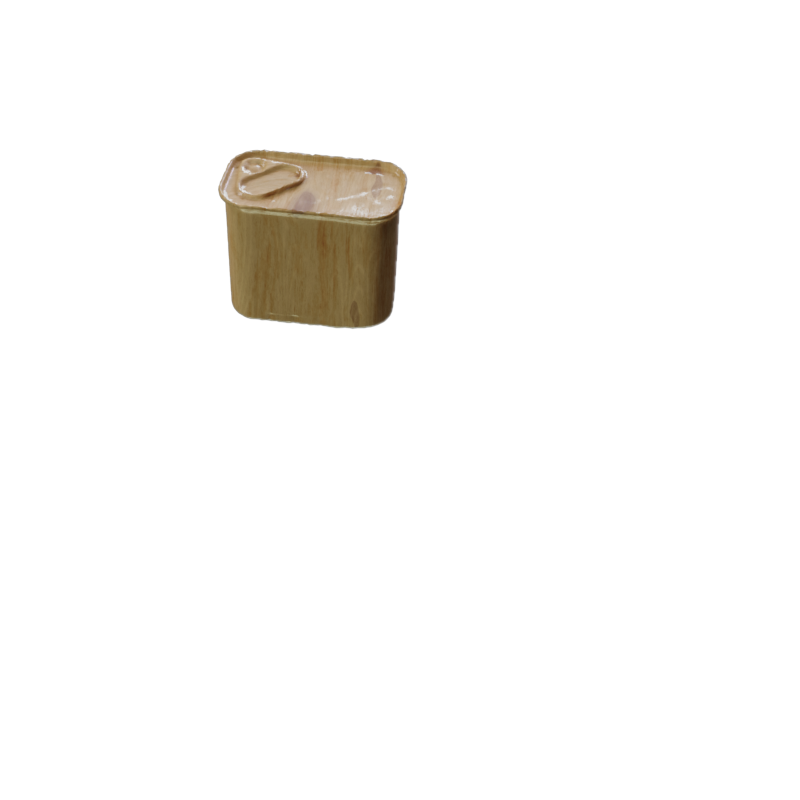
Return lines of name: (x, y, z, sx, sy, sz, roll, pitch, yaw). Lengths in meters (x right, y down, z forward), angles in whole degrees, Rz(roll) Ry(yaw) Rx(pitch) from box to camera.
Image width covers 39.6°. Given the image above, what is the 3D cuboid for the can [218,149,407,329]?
can: (-0.050, -0.091, 0.635, 0.103, 0.078, 0.061, 7, 41, 6)
